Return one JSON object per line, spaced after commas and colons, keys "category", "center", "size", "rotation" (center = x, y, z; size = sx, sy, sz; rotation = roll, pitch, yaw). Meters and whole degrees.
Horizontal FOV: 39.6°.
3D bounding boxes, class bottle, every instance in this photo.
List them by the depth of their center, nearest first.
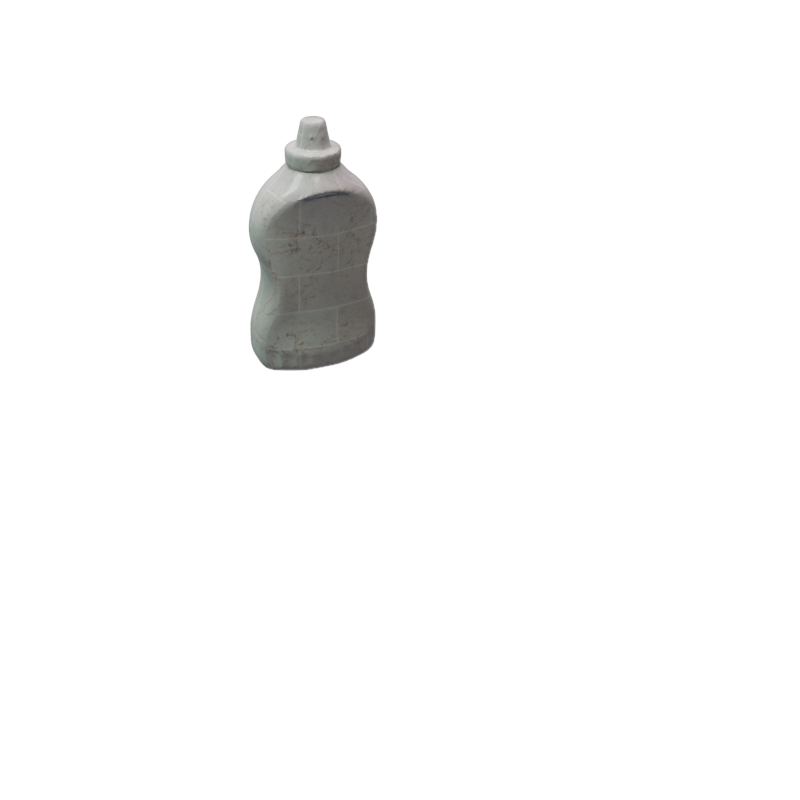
{"category": "bottle", "center": [-0.065, -0.119, 0.829], "size": [0.094, 0.181, 0.063], "rotation": [-9, 29, -19]}
